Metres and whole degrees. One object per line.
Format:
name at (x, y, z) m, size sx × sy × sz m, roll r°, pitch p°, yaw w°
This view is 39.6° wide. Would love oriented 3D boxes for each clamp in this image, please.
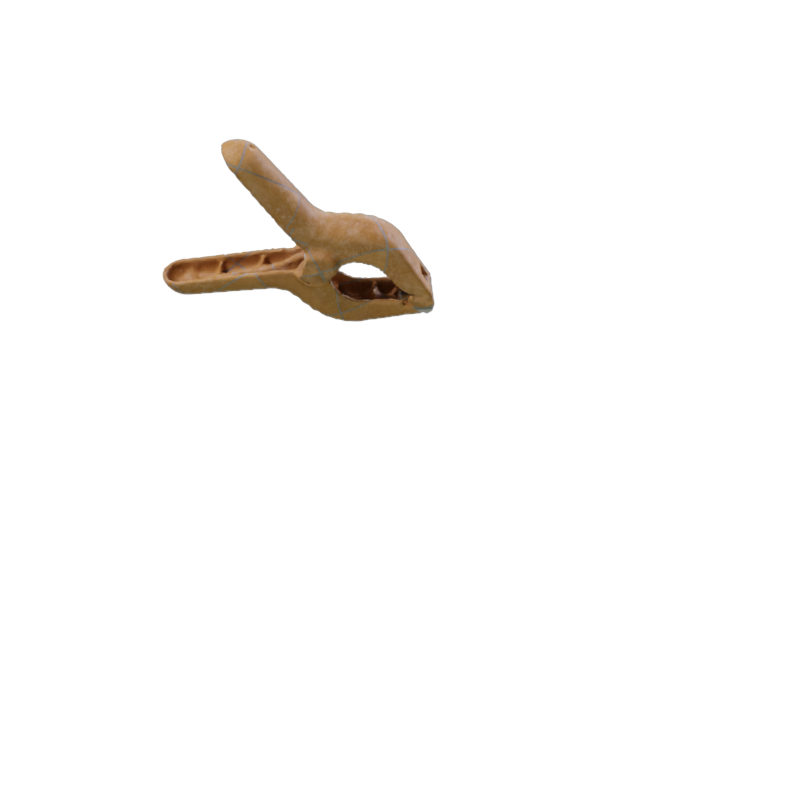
clamp at (-0.054, -0.098, 0.687) m, size 0.168 × 0.042 × 0.114 m, roll 10°, pitch -41°, yaw -12°
